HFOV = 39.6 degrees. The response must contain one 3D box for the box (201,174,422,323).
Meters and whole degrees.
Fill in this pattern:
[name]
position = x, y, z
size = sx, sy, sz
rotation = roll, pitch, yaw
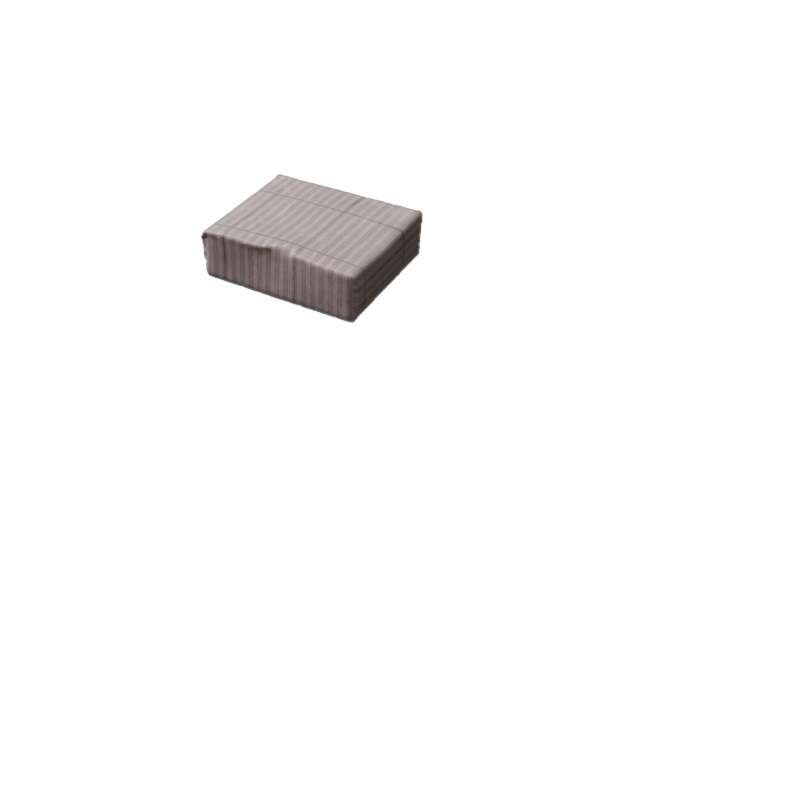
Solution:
[box]
position = -0.044, -0.081, 0.564
size = 0.093, 0.028, 0.075
rotation = 19, 40, 23
